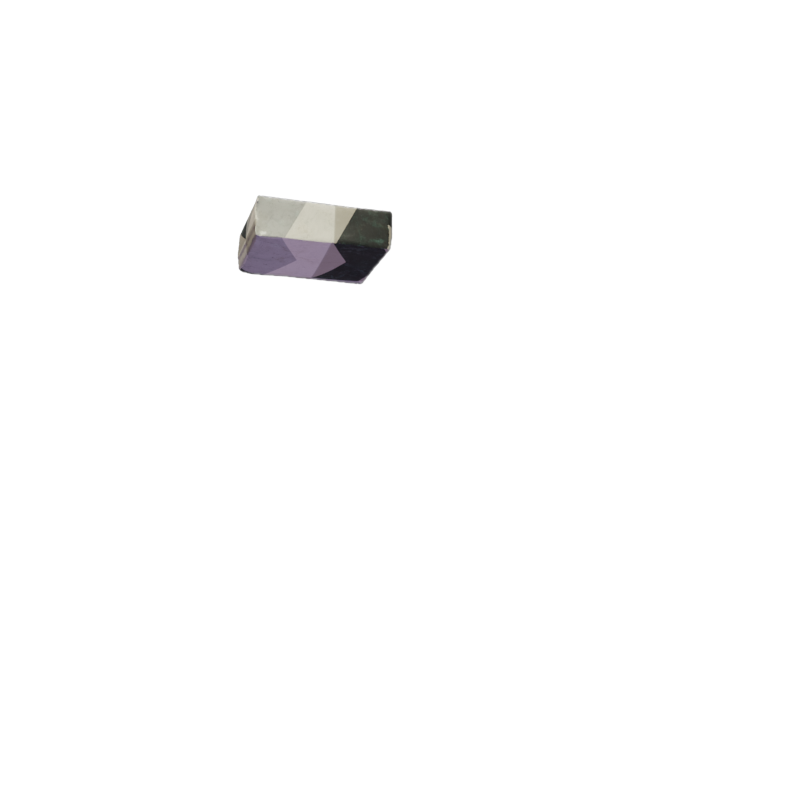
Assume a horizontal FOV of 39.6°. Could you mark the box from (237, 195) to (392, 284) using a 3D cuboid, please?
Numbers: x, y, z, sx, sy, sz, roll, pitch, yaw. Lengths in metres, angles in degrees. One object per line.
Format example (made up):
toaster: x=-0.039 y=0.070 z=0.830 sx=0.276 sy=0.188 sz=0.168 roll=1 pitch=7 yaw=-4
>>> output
box: x=-0.072 y=-0.130 z=0.913 sx=0.111 sy=0.041 sz=0.088 roll=4 pitch=-16 yaw=-14
